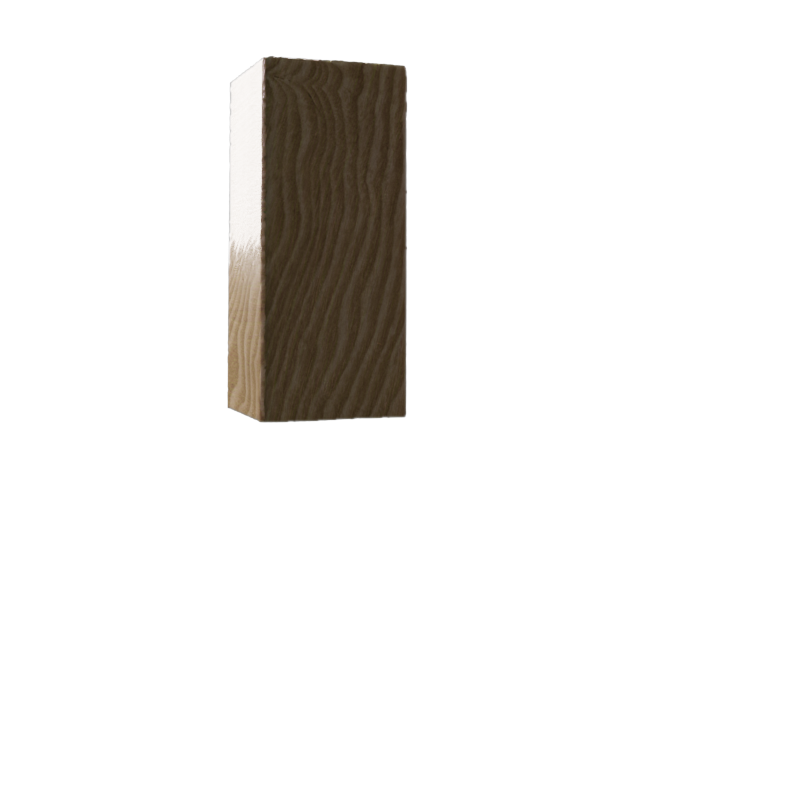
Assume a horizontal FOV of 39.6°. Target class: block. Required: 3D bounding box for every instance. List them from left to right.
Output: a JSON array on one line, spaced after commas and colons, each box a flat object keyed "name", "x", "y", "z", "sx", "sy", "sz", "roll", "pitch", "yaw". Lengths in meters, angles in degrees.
[{"name": "block", "x": -0.052, "y": -0.096, "z": 0.673, "sx": 0.088, "sy": 0.207, "sz": 0.093, "roll": 0, "pitch": -1, "yaw": -20}]
